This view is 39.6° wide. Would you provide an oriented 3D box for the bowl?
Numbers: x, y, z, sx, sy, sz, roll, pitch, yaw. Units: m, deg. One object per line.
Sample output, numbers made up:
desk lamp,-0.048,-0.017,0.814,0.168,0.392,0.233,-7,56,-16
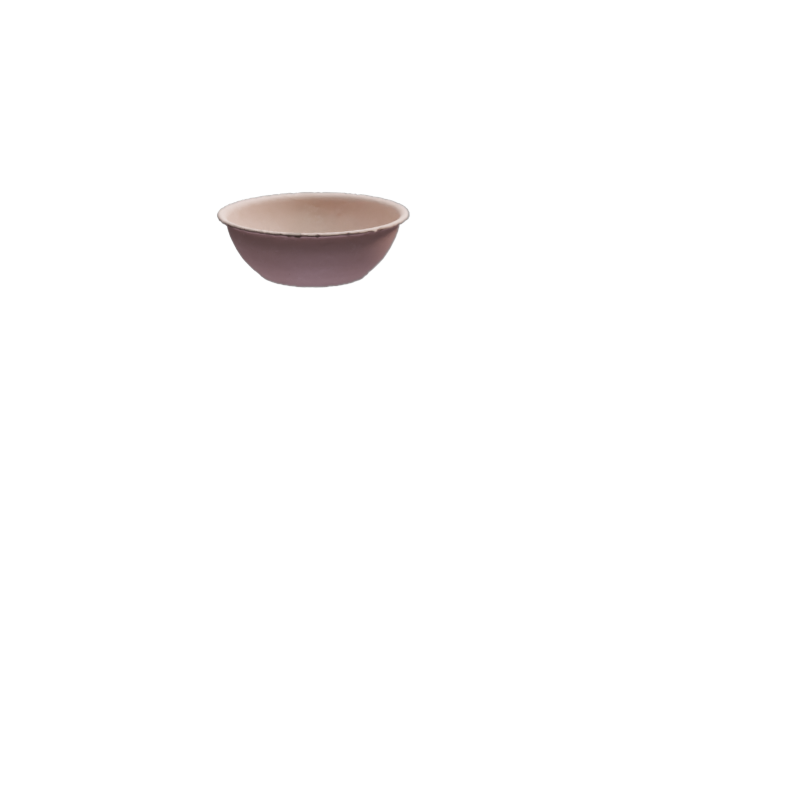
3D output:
bowl,-0.073,-0.133,0.933,0.162,0.053,0.169,-1,21,-2
